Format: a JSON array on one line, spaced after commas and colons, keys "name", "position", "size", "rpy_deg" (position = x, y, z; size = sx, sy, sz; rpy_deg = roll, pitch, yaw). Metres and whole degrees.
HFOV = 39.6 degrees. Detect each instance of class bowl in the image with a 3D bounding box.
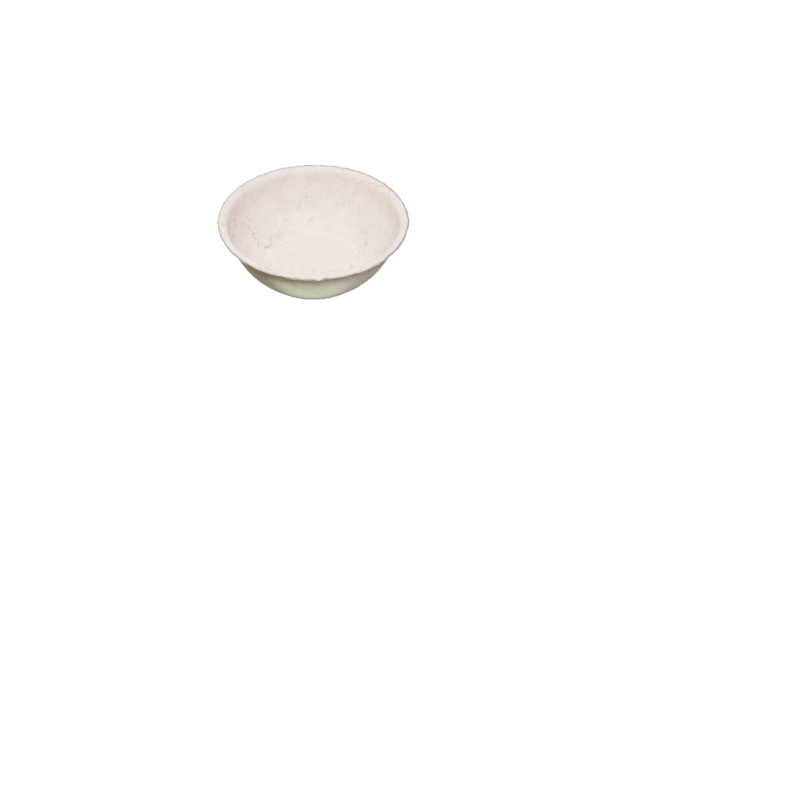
[{"name": "bowl", "position": [-0.074, -0.136, 0.951], "size": [0.162, 0.051, 0.174], "rpy_deg": [-1, 43, -1]}]
